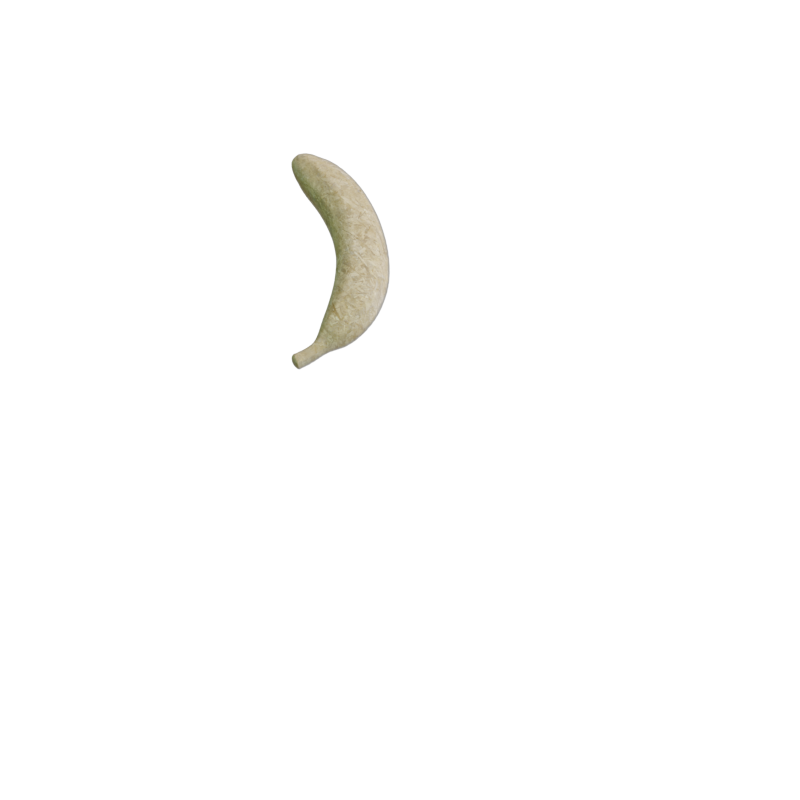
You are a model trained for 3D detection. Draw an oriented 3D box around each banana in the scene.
[{"bbox_3d":[-0.044,-0.110,0.793,0.069,0.212,0.034,-2,-40,-2],"label":"banana"}]
